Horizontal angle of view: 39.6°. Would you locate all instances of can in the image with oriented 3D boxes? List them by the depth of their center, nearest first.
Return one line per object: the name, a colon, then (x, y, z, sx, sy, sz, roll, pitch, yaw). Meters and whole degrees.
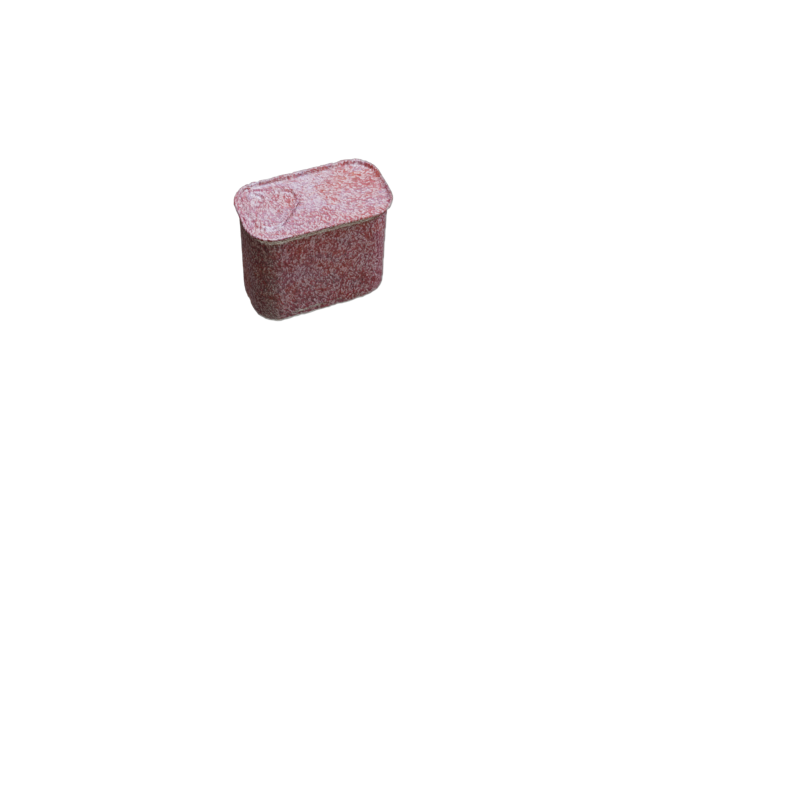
can: (-0.059, -0.108, 0.754, 0.101, 0.062, 0.078, -16, -38, -15)
